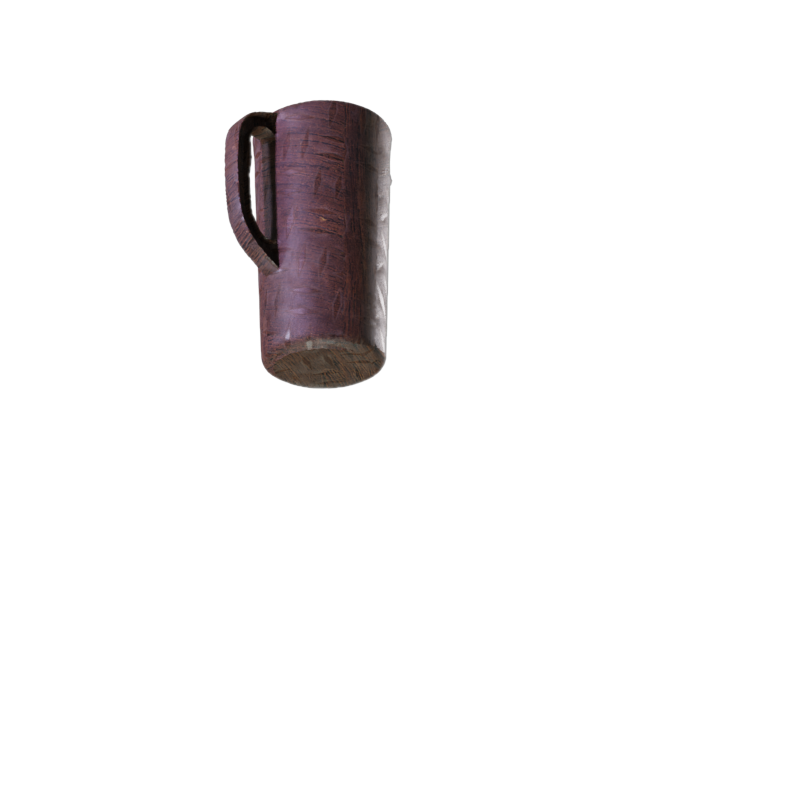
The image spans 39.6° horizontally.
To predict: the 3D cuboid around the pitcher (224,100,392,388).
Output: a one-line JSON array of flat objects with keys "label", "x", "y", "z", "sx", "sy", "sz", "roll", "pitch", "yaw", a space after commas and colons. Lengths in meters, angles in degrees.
[{"label": "pitcher", "x": -0.078, "y": -0.143, "z": 0.999, "sx": 0.150, "sy": 0.258, "sz": 0.136, "roll": -2, "pitch": -27, "yaw": 1}]
